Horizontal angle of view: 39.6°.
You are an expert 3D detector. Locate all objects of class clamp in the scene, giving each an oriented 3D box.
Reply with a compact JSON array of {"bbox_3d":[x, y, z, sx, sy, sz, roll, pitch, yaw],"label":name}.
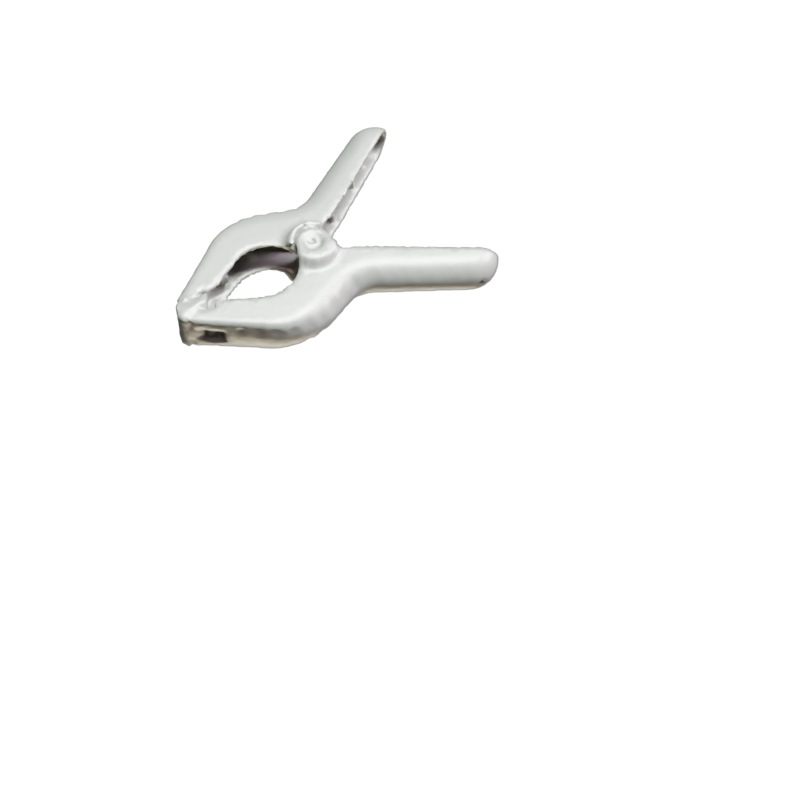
[{"bbox_3d":[-0.047,-0.086,0.601,0.170,0.130,0.036,-20,-37,-16],"label":"clamp"}]
